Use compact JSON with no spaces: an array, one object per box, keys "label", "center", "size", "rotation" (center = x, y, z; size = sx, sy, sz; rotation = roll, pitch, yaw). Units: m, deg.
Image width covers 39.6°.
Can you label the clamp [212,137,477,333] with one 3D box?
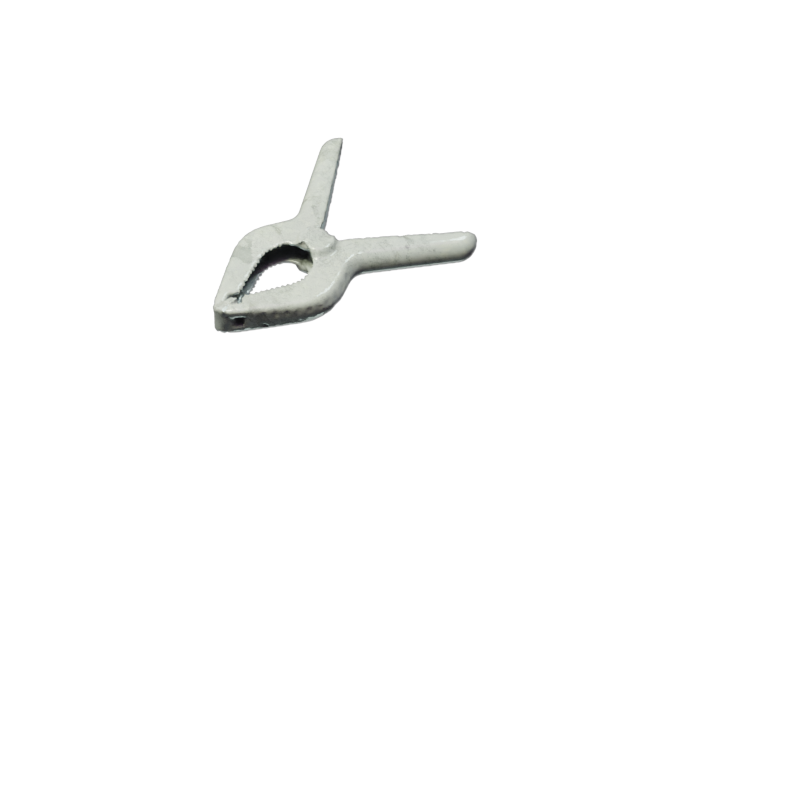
[{"label":"clamp","center":[-0.068,-0.125,0.873],"size":[0.210,0.034,0.176],"rotation":[-31,57,-23]}]
